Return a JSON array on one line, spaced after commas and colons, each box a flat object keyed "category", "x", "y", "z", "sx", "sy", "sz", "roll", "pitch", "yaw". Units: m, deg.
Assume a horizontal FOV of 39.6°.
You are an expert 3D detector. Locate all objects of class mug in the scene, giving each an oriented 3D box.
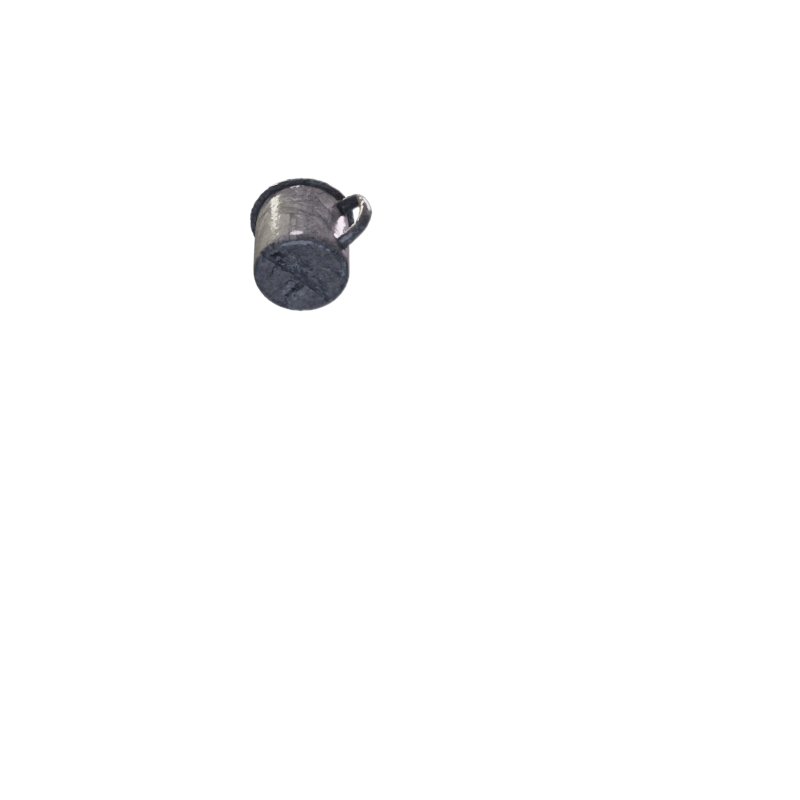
[{"category": "mug", "x": -0.075, "y": -0.136, "z": 0.952, "sx": 0.117, "sy": 0.087, "sz": 0.087, "roll": -26, "pitch": -53, "yaw": 19}]
